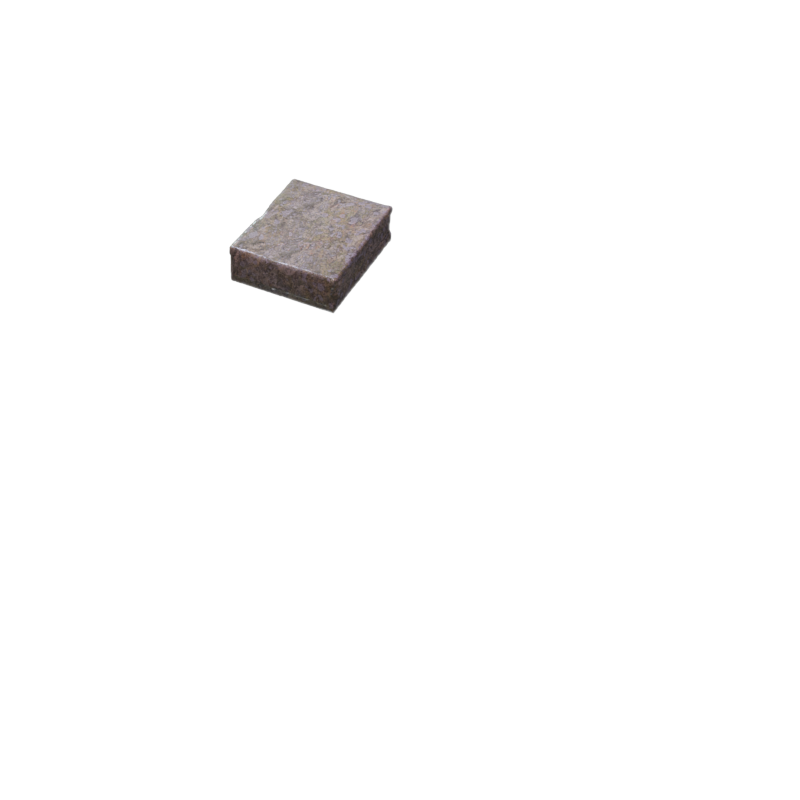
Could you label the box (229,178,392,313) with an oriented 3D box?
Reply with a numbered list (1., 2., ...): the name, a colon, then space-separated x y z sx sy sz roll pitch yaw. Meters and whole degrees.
1. box: -0.055 -0.100 0.703 0.076 0.028 0.092 18 45 18
